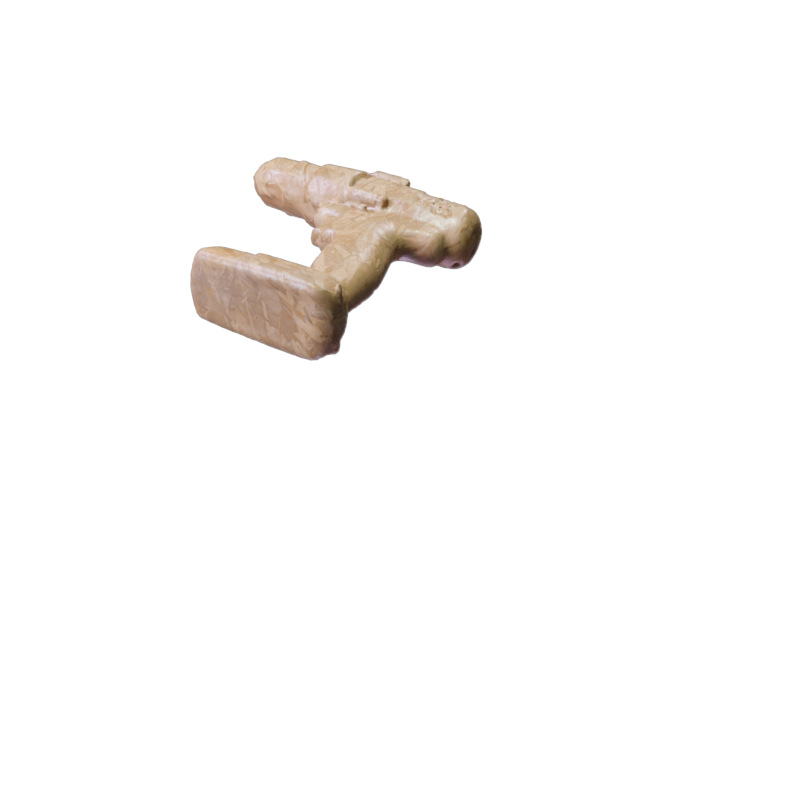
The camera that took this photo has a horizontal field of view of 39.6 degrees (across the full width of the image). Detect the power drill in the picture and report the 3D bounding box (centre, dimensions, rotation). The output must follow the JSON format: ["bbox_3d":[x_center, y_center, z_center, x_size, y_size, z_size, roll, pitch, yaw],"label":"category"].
[{"bbox_3d":[-0.060,-0.109,0.764,0.193,0.054,0.191,18,38,24],"label":"power drill"}]
